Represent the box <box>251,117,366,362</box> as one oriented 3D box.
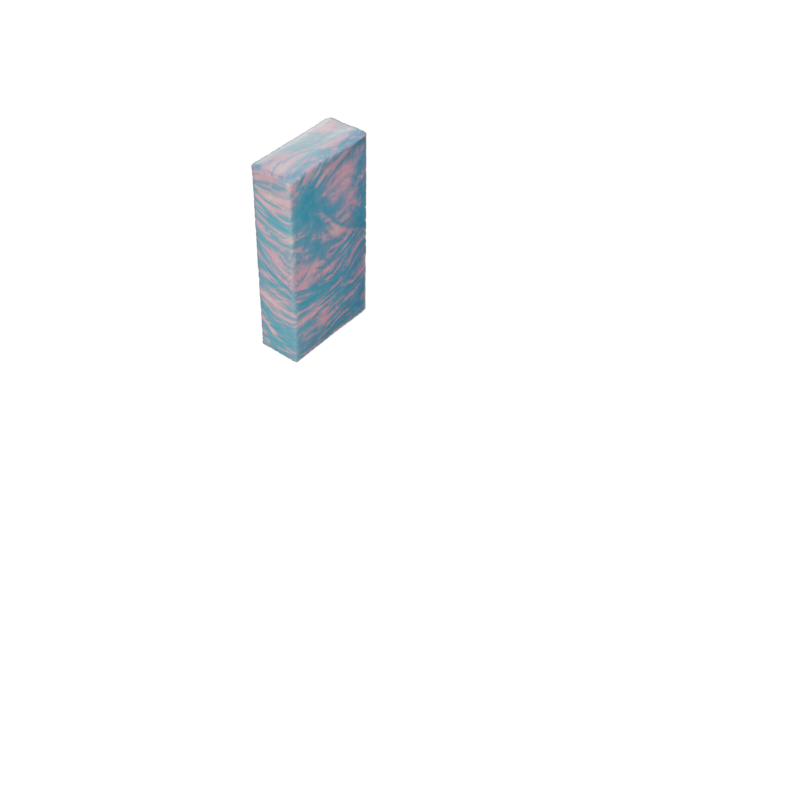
[{"bbox_3d":[-0.069,-0.125,0.880,0.051,0.164,0.094,29,48,26],"label":"box"}]
